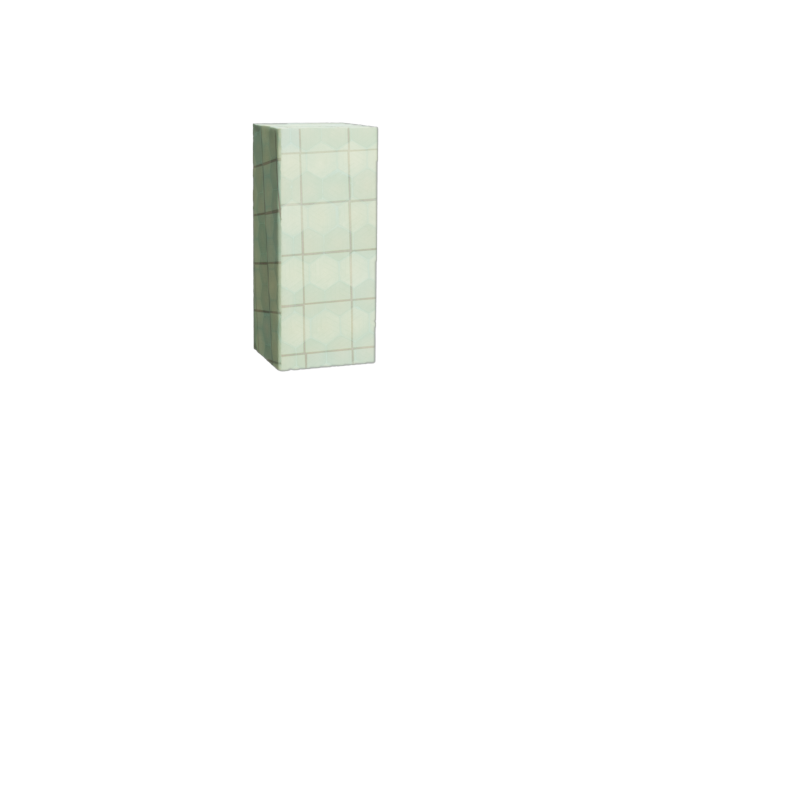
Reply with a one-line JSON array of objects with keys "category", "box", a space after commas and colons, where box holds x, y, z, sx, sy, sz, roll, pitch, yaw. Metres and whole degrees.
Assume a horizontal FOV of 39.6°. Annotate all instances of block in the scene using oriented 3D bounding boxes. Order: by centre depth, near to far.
[{"category": "block", "box": [-0.077, -0.140, 0.979, 0.089, 0.201, 0.094, -3, 11, -21]}]
